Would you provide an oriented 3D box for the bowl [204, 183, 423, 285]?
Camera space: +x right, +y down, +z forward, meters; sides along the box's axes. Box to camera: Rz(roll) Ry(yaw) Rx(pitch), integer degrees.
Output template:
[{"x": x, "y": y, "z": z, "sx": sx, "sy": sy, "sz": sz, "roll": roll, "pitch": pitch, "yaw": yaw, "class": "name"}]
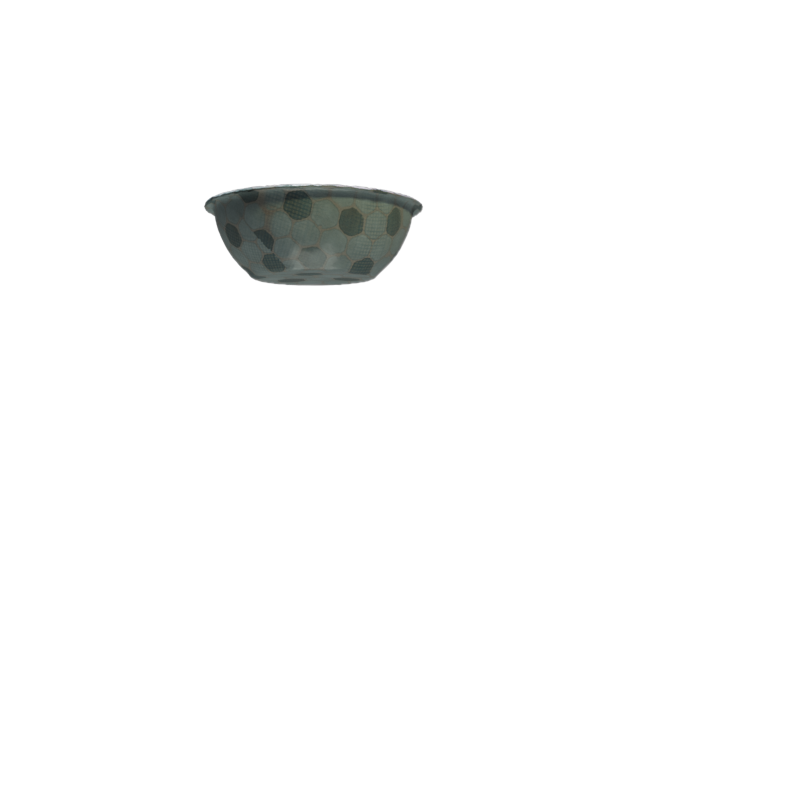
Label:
[{"x": -0.064, "y": -0.116, "z": 0.816, "sx": 0.162, "sy": 0.056, "sz": 0.160, "roll": 0, "pitch": -2, "yaw": -2, "class": "bowl"}]
